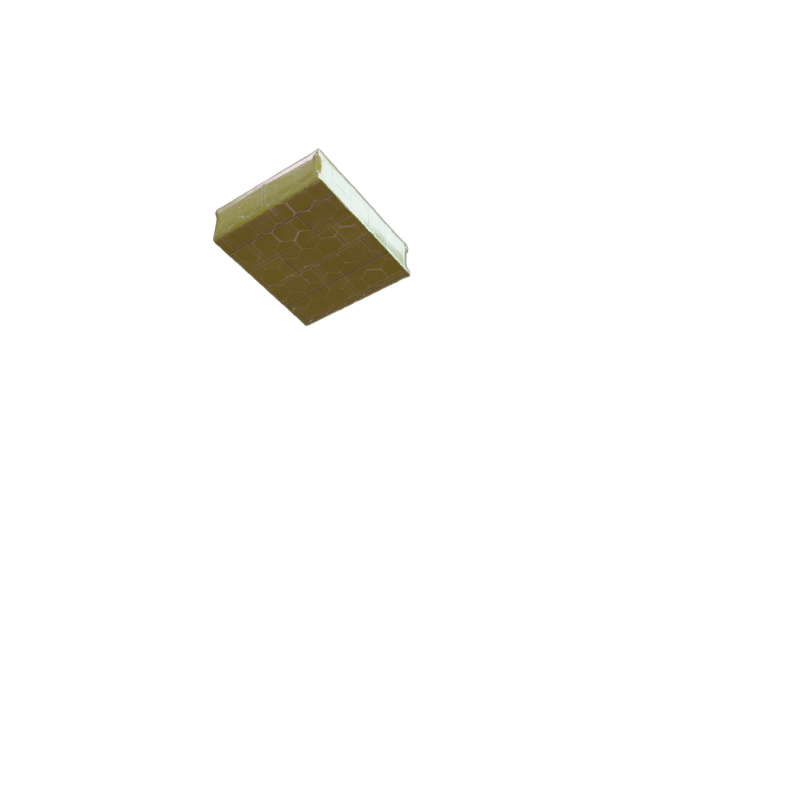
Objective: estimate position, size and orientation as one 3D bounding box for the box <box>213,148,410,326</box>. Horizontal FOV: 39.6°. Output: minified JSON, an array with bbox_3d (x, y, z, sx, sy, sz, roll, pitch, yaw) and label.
[{"bbox_3d":[-0.048,-0.088,0.618,0.073,0.032,0.083,-27,-49,25],"label":"box"}]
